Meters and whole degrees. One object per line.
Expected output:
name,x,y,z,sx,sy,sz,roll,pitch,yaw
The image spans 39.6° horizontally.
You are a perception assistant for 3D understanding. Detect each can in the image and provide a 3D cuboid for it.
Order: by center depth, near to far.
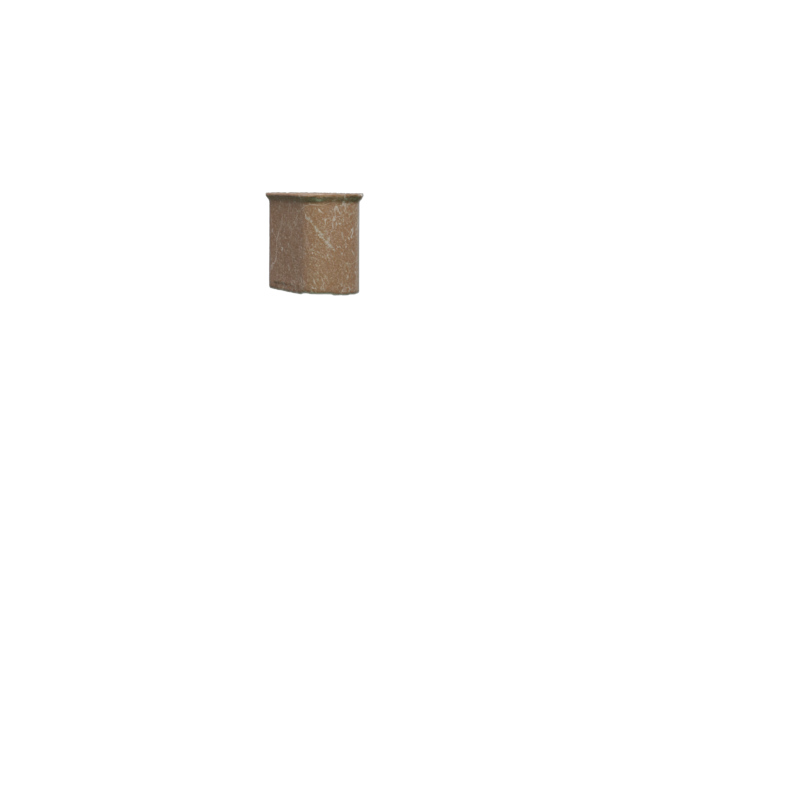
can,-0.074,-0.135,0.943,0.056,0.083,0.106,-3,9,-29
